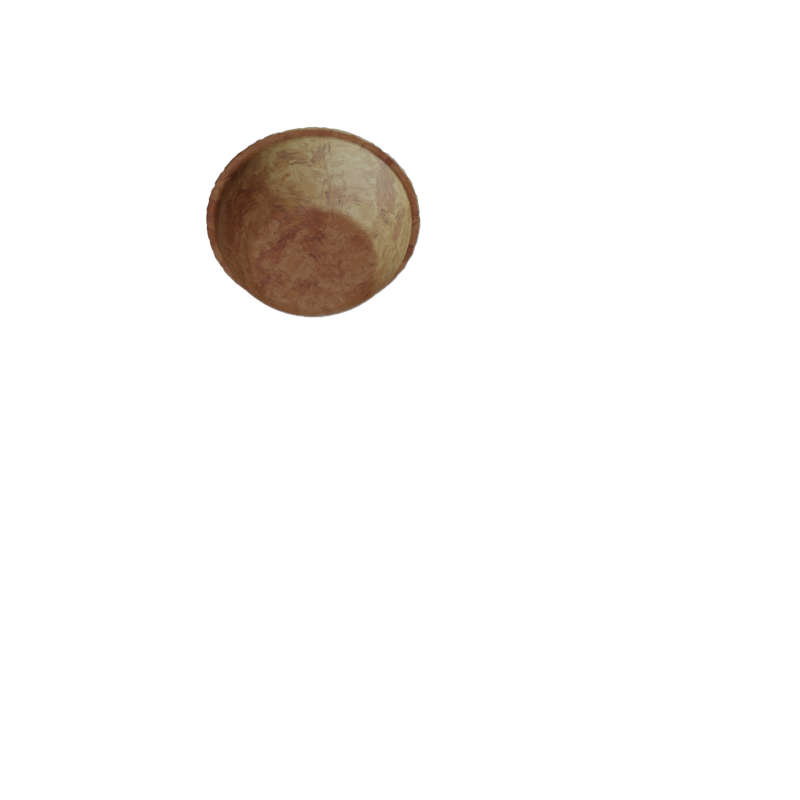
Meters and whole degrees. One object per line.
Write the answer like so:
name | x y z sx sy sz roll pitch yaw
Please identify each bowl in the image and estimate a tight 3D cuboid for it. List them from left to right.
bowl | -0.064 -0.116 0.814 0.162 0.152 0.059 1 35 -1
